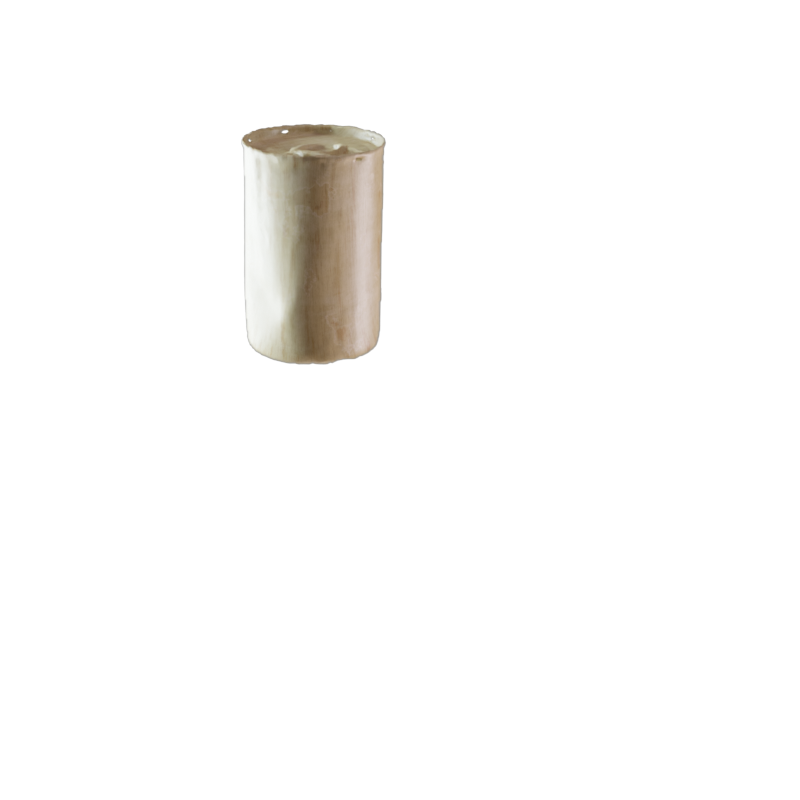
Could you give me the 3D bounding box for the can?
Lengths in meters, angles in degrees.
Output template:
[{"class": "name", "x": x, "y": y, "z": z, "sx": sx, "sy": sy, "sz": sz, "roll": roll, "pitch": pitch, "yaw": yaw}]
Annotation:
[{"class": "can", "x": -0.042, "y": -0.076, "z": 0.535, "sx": 0.068, "sy": 0.098, "sz": 0.072, "roll": 0, "pitch": 21, "yaw": -2}]
